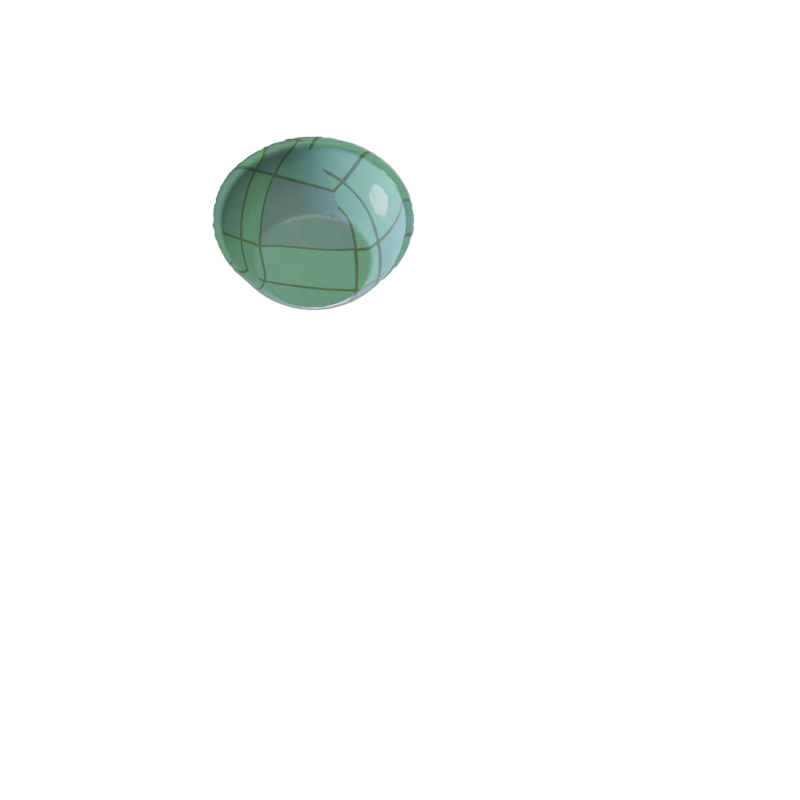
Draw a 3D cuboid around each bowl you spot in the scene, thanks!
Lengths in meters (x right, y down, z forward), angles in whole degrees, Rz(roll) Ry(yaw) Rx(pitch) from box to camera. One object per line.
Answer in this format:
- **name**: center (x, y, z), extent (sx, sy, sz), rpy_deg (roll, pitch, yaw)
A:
- **bowl**: center (-0.068, -0.124, 0.871), extent (0.162, 0.151, 0.059), rpy_deg (1, 39, -1)
